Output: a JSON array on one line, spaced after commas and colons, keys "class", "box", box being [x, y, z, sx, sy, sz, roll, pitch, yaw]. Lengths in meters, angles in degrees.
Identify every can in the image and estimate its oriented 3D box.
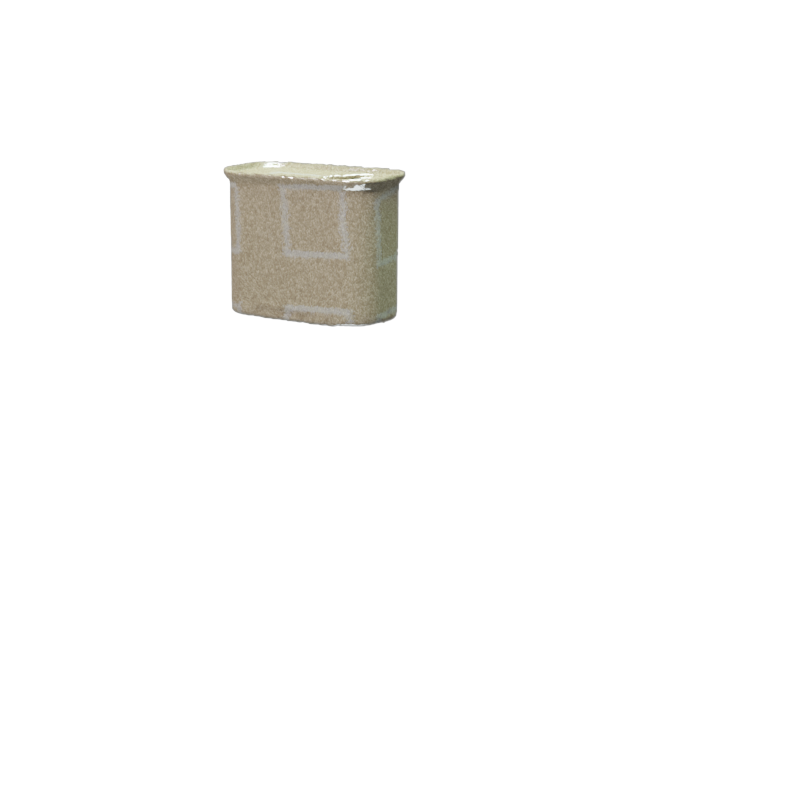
[{"class": "can", "box": [-0.050, -0.091, 0.634, 0.106, 0.081, 0.057, 8, 15, 27]}]
